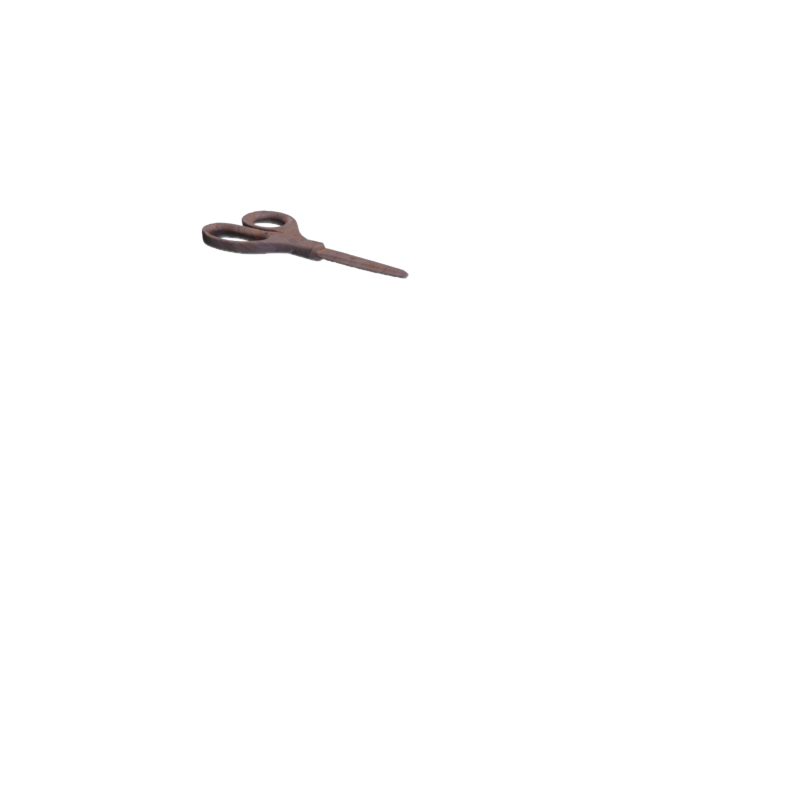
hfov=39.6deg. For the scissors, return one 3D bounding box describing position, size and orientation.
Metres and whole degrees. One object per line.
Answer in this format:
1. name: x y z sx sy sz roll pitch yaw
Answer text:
1. scissors: -0.077 -0.140 0.982 0.208 0.015 0.098 10 30 18
